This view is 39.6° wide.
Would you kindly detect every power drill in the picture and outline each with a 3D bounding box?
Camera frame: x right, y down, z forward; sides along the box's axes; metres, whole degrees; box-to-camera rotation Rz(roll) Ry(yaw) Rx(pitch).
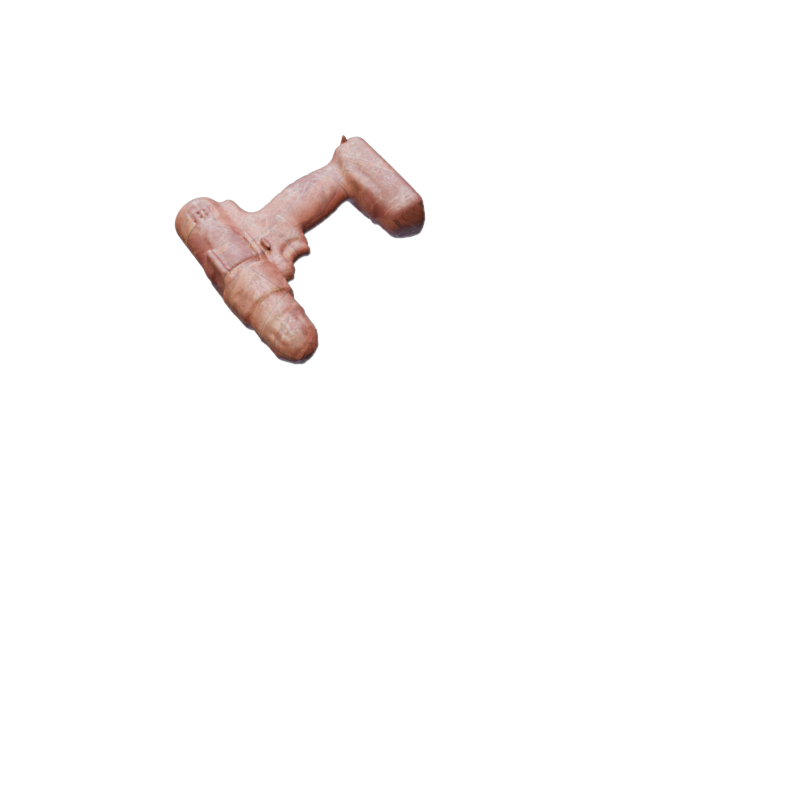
[{"bbox_3d":[-0.074,-0.135,0.942,0.188,0.197,0.054,-31,-29,-19],"label":"power drill"}]
